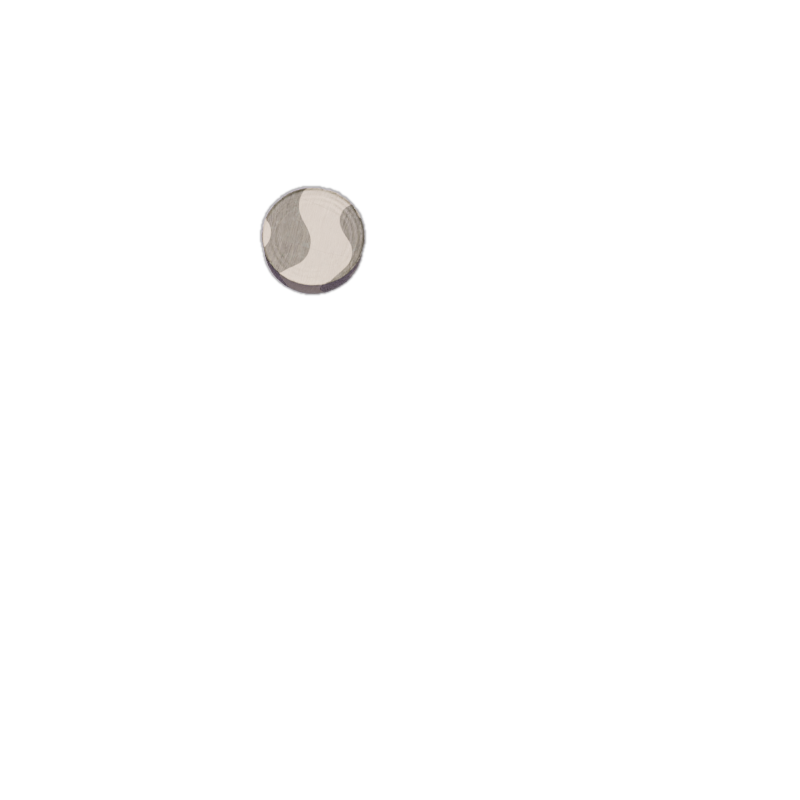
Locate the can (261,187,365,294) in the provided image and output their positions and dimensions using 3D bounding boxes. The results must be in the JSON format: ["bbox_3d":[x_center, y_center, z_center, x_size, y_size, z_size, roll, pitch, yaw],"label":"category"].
[{"bbox_3d":[-0.072,-0.132,0.925,0.086,0.090,0.032,-1,-18,-1],"label":"can"}]
